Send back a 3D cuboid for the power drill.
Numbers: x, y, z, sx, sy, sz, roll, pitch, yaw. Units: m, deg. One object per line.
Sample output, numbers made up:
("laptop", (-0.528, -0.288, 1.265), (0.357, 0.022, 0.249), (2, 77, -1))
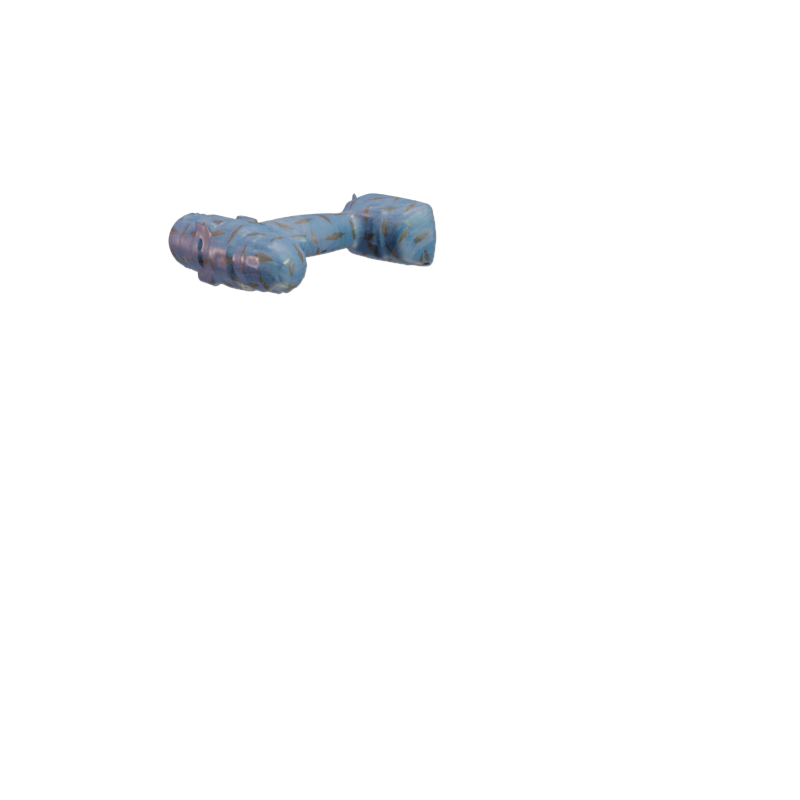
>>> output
("power drill", (-0.068, -0.124, 0.868), (0.183, 0.056, 0.195), (-10, 19, -30))
